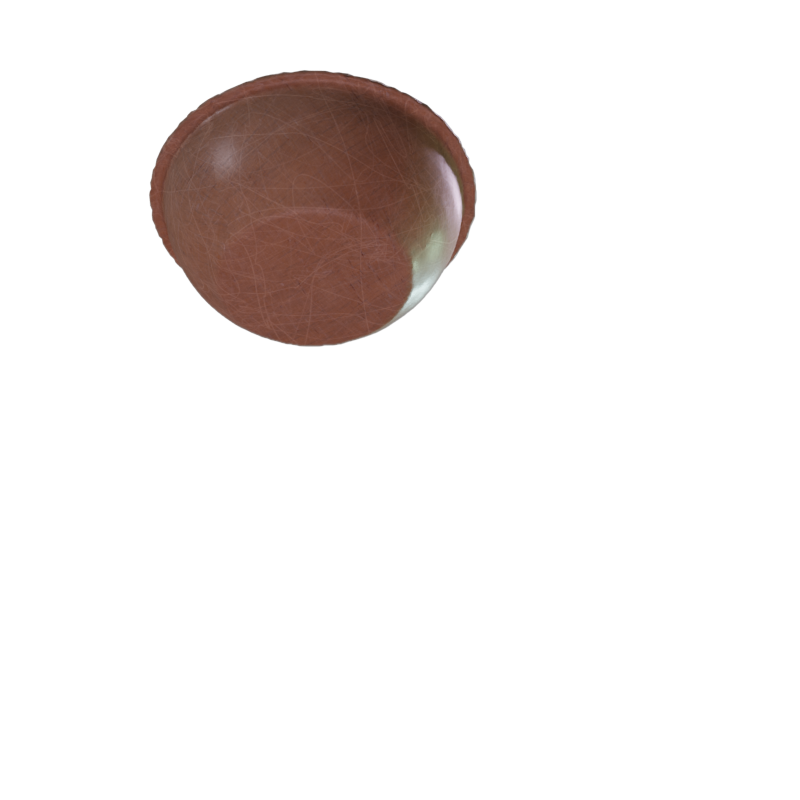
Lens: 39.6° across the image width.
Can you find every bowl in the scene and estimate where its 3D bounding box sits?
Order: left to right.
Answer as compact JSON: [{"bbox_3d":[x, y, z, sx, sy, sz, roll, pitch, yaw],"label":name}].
[{"bbox_3d":[-0.042,-0.076,0.531,0.162,0.059,0.151,1,-43,-1],"label":"bowl"}]
